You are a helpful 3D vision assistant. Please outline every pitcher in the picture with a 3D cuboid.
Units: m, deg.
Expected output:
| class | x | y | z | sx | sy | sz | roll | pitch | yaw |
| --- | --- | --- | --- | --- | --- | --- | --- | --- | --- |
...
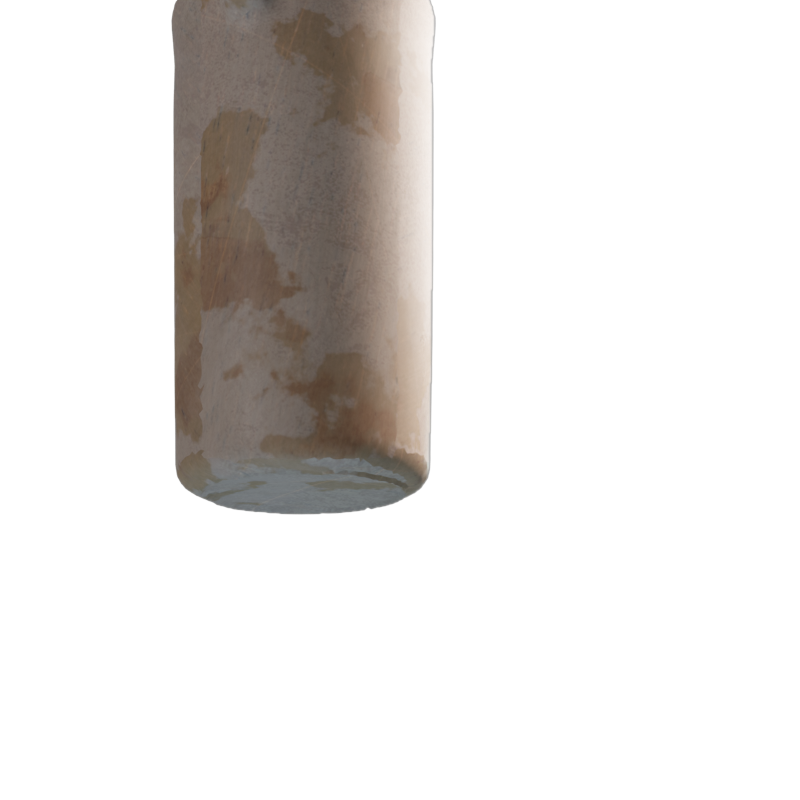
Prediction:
| class | x | y | z | sx | sy | sz | roll | pitch | yaw |
| --- | --- | --- | --- | --- | --- | --- | --- | --- | --- |
| pitcher | -0.041 | -0.075 | 0.524 | 0.144 | 0.256 | 0.143 | 9 | -24 | -25 |
